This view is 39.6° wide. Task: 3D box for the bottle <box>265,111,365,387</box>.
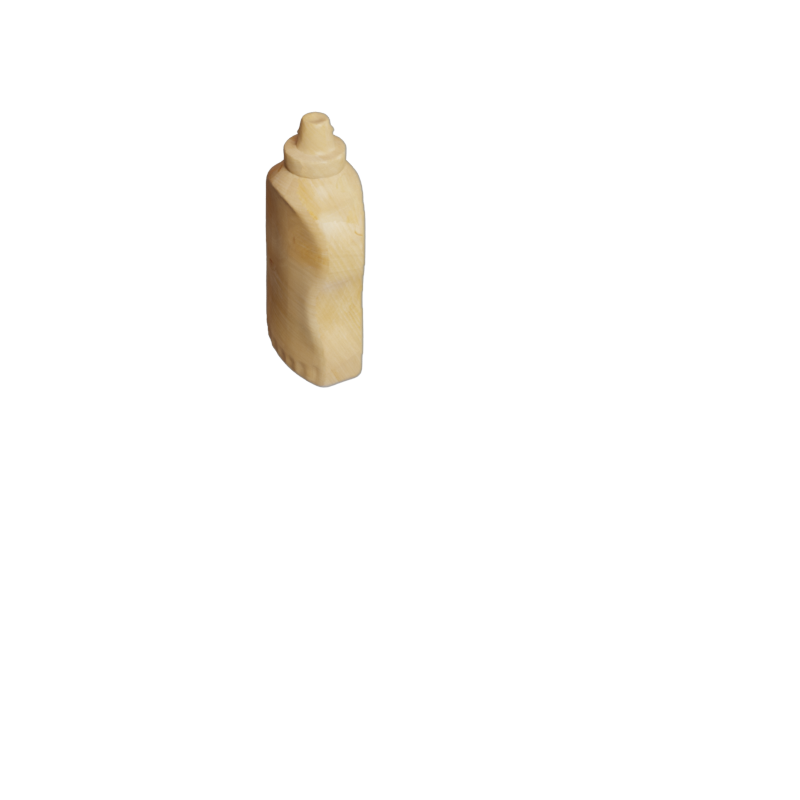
[{"bbox_3d":[-0.059,-0.108,0.754,0.058,0.179,0.104,-15,42,-22],"label":"bottle"}]
